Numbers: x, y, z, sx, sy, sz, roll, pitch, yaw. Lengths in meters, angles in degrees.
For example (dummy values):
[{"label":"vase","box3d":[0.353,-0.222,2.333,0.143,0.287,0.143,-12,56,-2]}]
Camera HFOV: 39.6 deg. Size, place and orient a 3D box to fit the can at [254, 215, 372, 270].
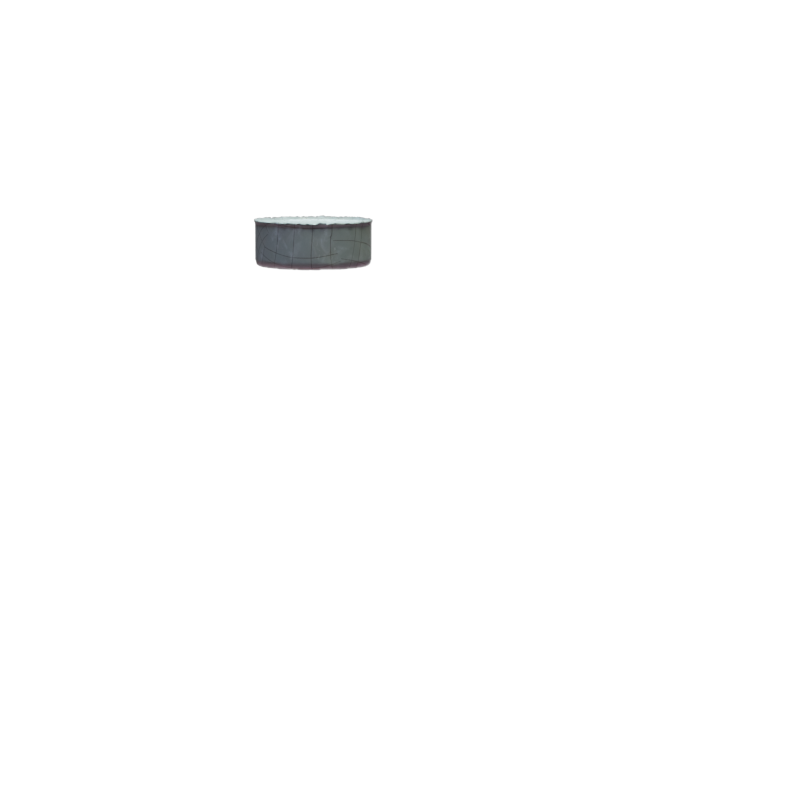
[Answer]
[{"label":"can","box3d":[-0.063,-0.115,0.804,0.086,0.033,0.088,0,12,-2]}]
